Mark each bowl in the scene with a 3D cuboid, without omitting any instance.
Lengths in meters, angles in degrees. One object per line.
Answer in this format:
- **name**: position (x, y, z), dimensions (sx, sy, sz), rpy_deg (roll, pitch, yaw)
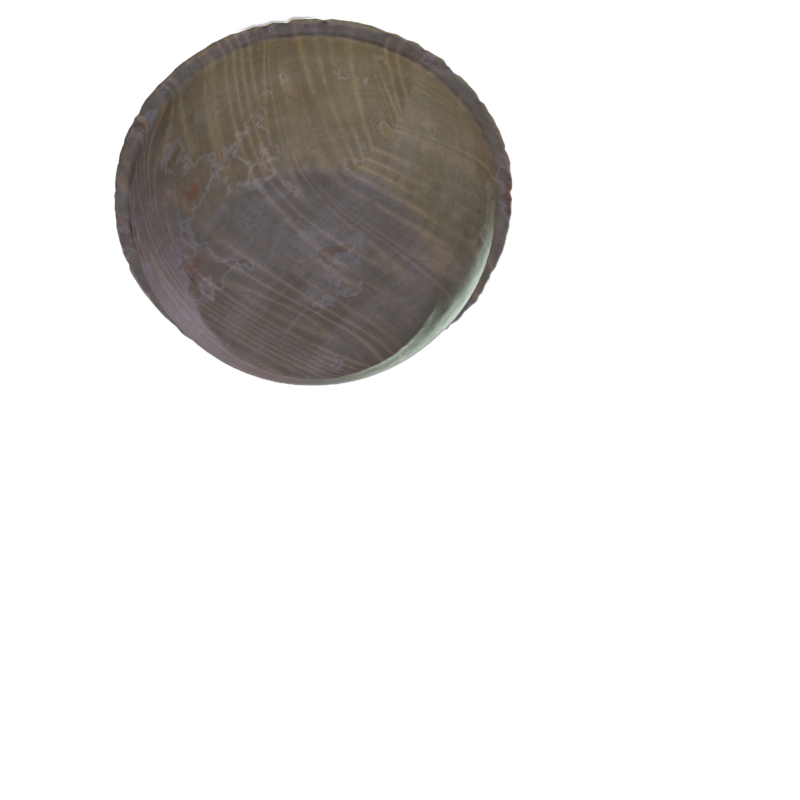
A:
- **bowl**: position (-0.033, -0.061, 0.428), dimensions (0.162, 0.152, 0.059), rpy_deg (1, 31, -1)
